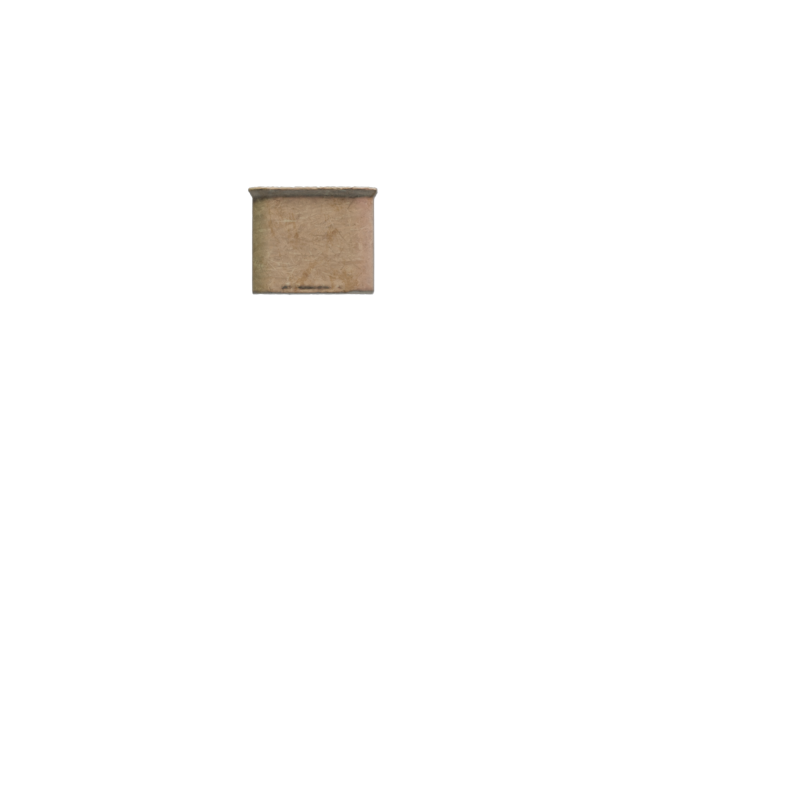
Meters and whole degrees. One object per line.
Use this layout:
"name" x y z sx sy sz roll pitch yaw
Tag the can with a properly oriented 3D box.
"can" -0.069 -0.125 0.877 0.102 0.084 0.057 0 0 2
